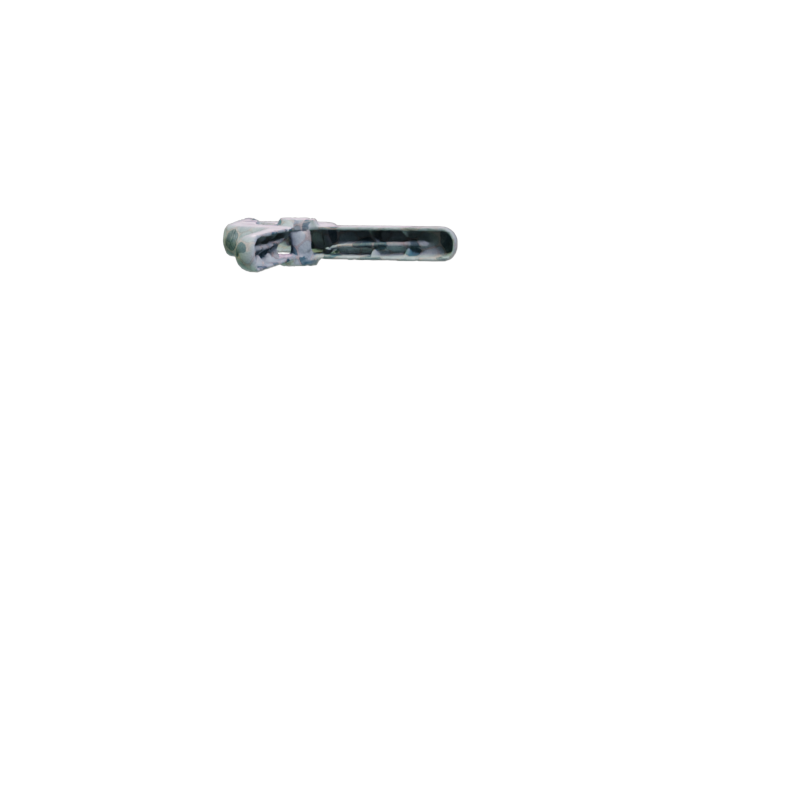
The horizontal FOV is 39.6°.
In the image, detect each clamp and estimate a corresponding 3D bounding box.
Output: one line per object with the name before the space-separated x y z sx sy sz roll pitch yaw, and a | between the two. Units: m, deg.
clamp | -0.065 -0.119 0.836 0.161 0.036 0.218 -4 12 -20
